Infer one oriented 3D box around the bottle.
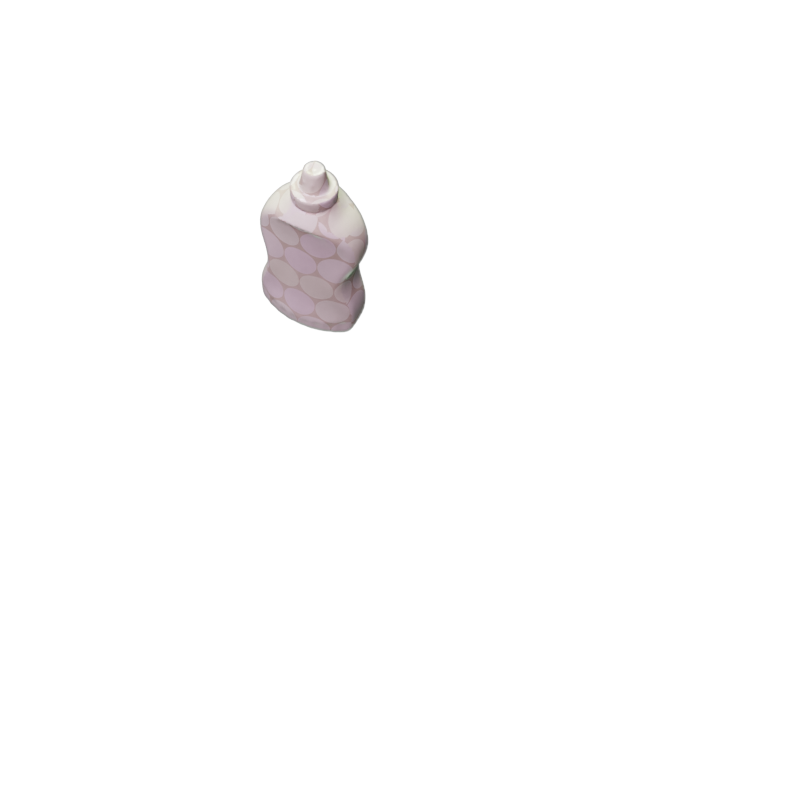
[{"bbox_3d":[-0.076,-0.139,0.969,0.099,0.060,0.179,27,-30,13],"label":"bottle"}]
